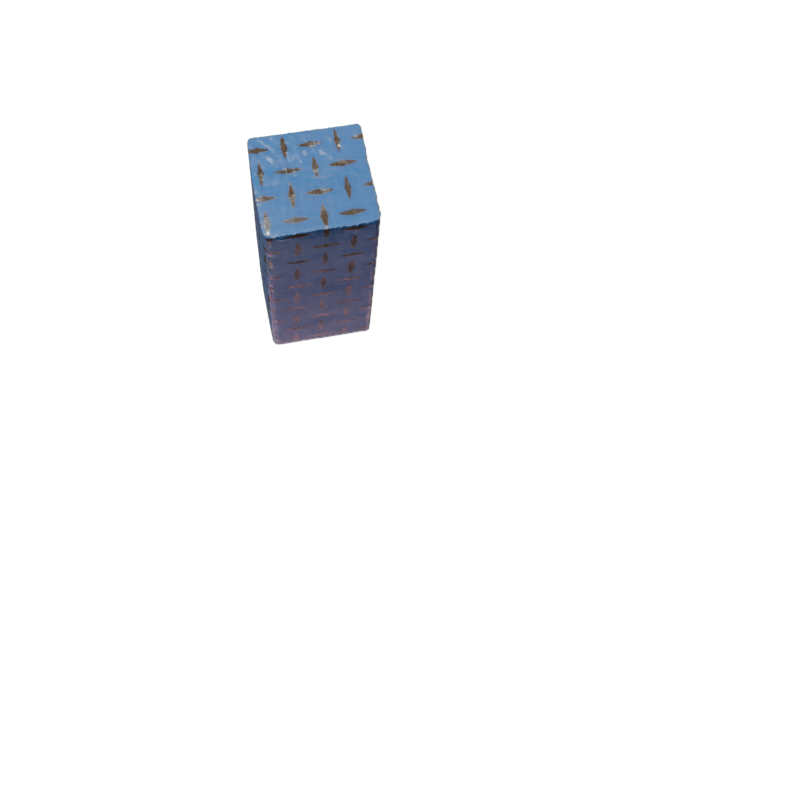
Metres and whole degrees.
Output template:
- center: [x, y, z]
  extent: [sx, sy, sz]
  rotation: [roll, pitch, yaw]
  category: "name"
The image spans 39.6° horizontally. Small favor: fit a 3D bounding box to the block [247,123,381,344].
- center: [-0.072, -0.130, 0.918]
  extent: [0.090, 0.096, 0.196]
  rotation: [-9, -21, -7]
  category: "block"
